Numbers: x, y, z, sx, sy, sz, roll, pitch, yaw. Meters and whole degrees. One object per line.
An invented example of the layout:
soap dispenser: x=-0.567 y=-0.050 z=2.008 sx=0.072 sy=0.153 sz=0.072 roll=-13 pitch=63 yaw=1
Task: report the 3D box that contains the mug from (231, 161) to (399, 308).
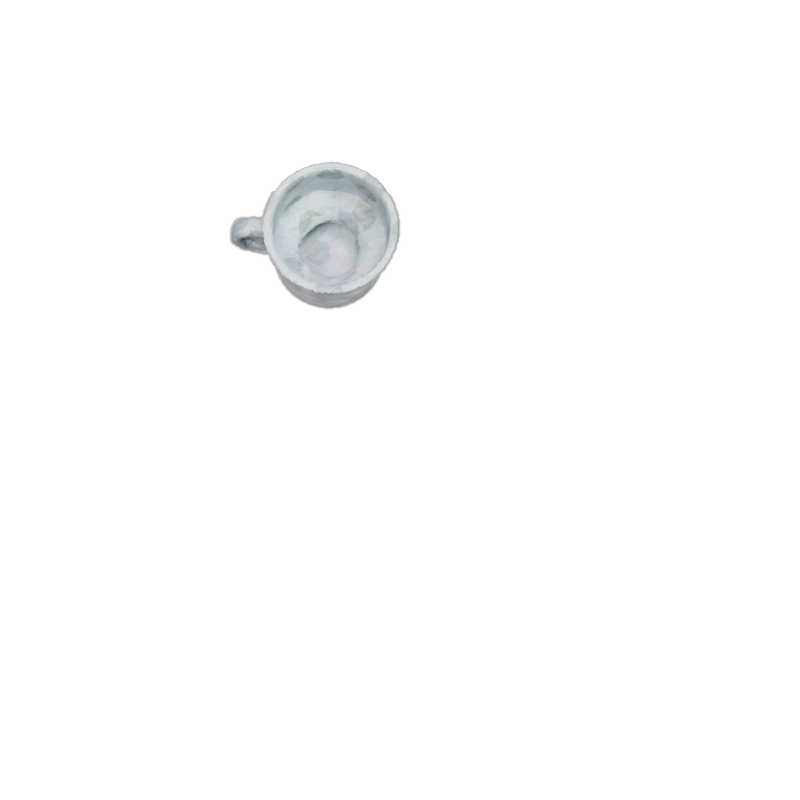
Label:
mug: x=-0.062 y=-0.113 z=0.789 sx=0.117 sy=0.096 sz=0.079 roll=1 pitch=-12 yaw=-1
